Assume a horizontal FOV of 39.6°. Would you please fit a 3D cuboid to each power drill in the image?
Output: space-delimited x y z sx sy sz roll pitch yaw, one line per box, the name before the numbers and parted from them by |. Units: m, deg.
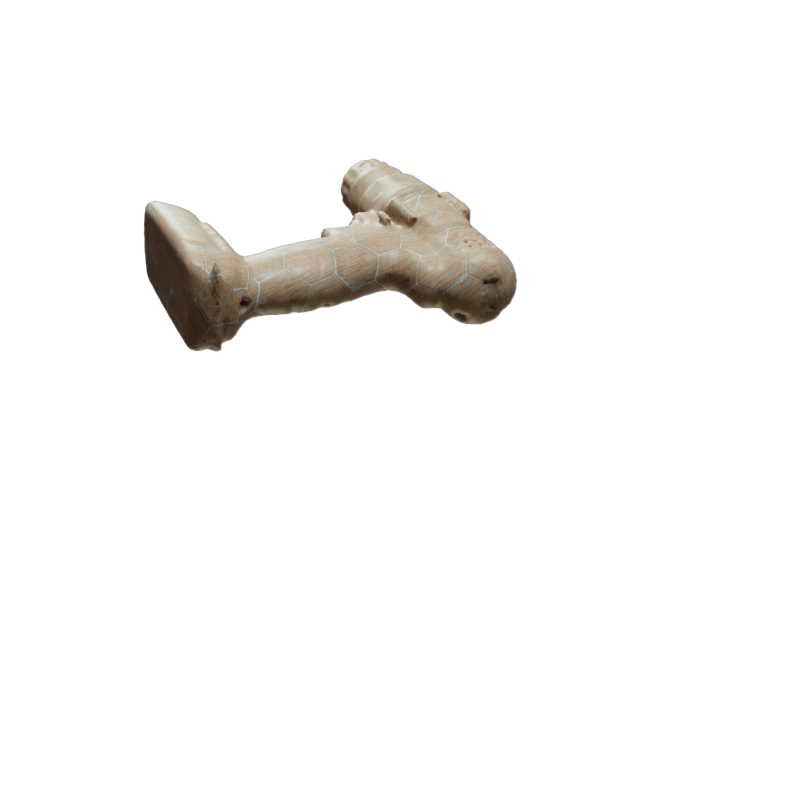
power drill | -0.051 -0.093 0.650 0.184 0.054 0.198 -11 31 -20
